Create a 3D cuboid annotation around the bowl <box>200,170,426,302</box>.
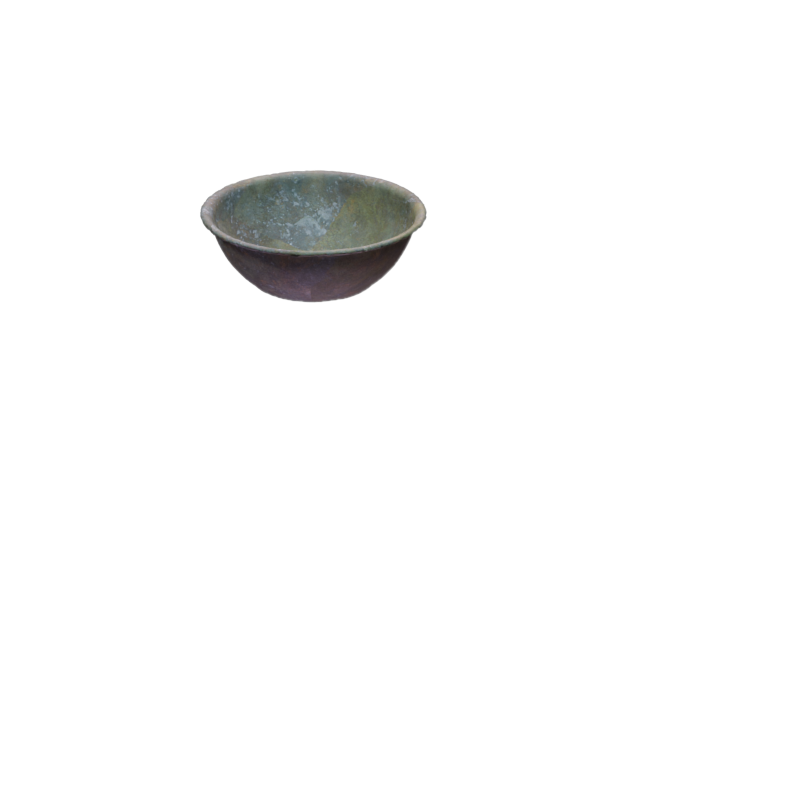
[{"bbox_3d":[-0.063,-0.115,0.803,0.162,0.052,0.172,-1,29,-2],"label":"bowl"}]
